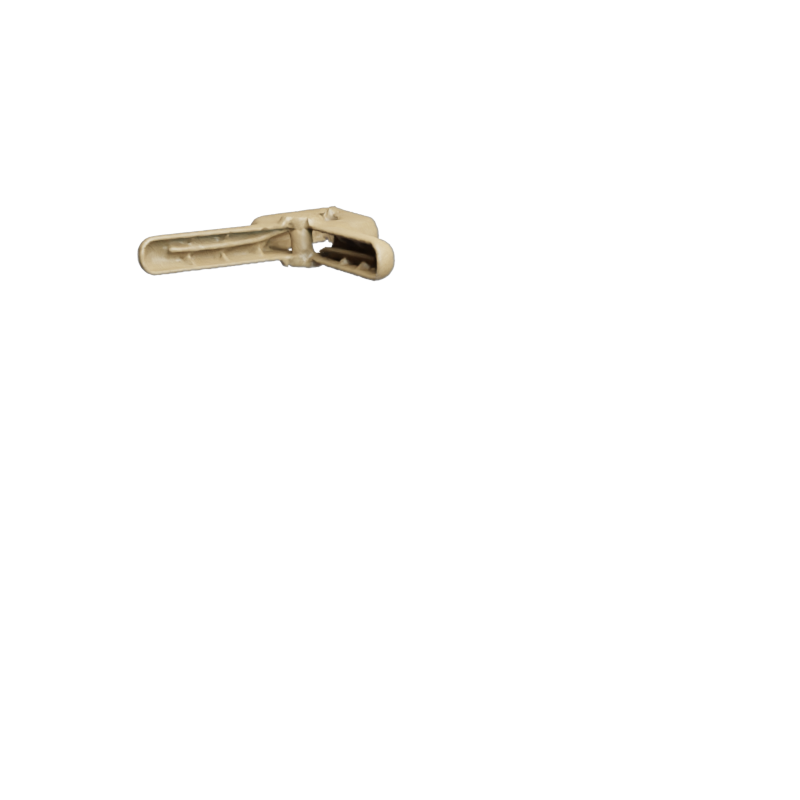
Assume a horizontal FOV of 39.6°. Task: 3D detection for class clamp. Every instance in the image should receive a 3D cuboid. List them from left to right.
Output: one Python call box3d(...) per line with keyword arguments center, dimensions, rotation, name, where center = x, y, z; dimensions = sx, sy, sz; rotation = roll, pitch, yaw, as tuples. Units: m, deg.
box3d(center=(-0.060, -0.109, 0.763), dimensions=(0.169, 0.035, 0.210), rotation=(5, 16, 19), name="clamp")
